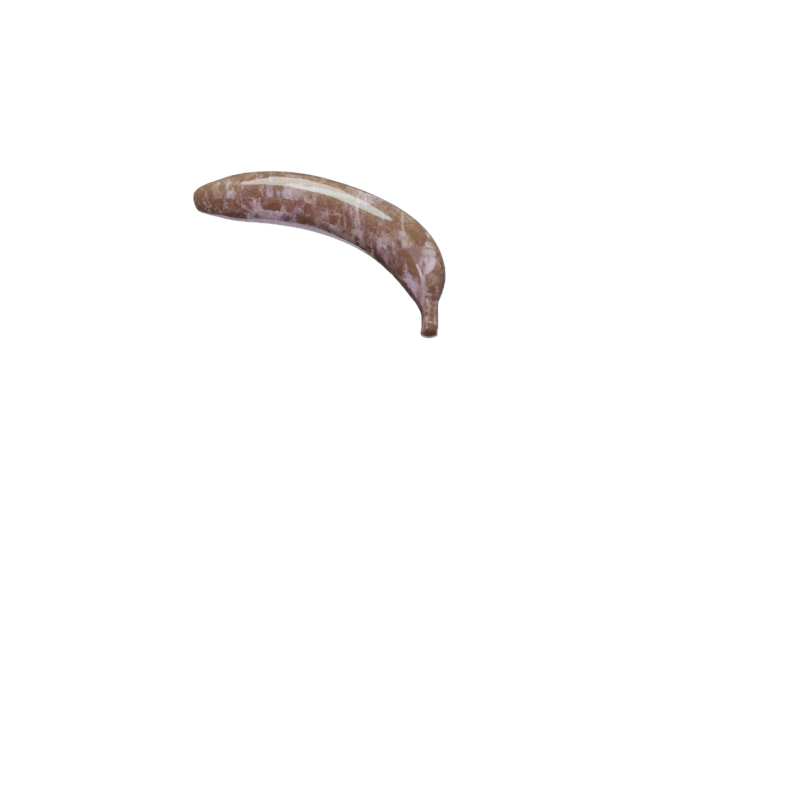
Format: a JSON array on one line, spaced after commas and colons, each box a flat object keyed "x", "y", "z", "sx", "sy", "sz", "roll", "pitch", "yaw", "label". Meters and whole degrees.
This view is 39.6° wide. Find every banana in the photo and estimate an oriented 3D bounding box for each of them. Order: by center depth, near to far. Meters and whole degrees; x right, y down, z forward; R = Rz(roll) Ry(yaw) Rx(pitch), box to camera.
[{"x": -0.045, "y": -0.116, "z": 0.744, "sx": 0.207, "sy": 0.071, "sz": 0.034, "roll": 29, "pitch": -32, "yaw": 21, "label": "banana"}]
